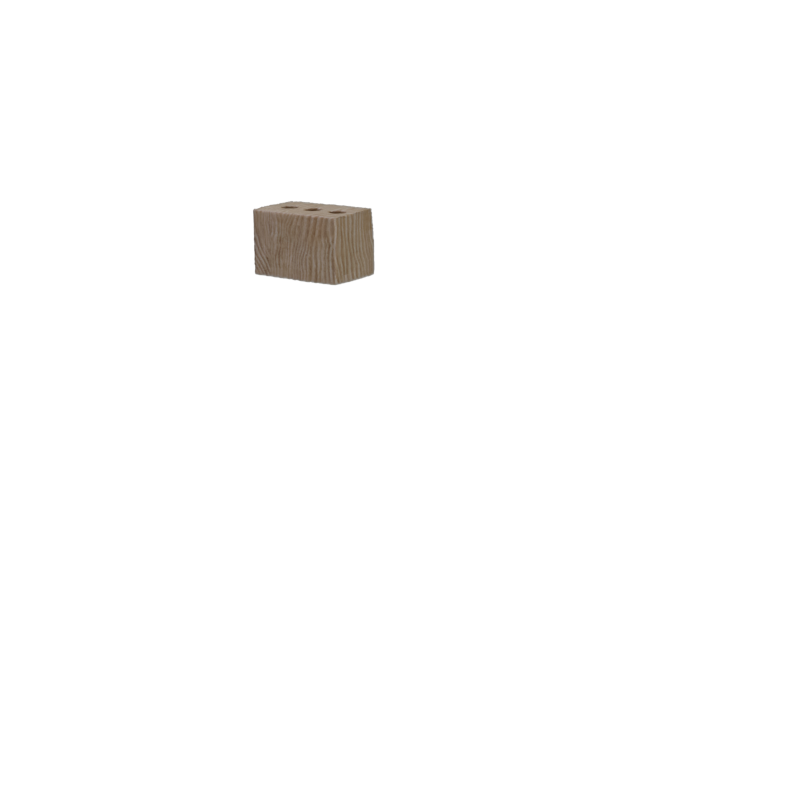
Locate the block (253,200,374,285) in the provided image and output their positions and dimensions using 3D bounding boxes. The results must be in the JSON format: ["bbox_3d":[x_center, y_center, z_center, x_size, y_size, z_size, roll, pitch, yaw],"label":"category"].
[{"bbox_3d":[-0.065,-0.119,0.835,0.081,0.050,0.052,10,17,31],"label":"block"}]
